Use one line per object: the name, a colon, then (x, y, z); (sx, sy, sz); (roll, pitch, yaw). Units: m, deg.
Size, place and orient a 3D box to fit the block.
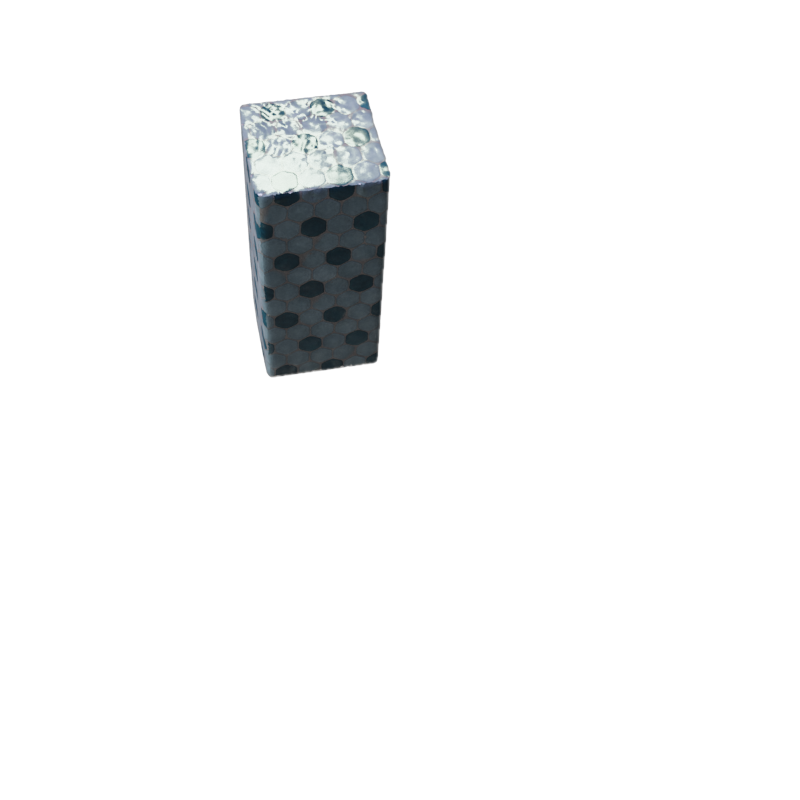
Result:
block: (-0.064, -0.115, 0.811); (0.090, 0.097, 0.192); (-7, -36, -9)
